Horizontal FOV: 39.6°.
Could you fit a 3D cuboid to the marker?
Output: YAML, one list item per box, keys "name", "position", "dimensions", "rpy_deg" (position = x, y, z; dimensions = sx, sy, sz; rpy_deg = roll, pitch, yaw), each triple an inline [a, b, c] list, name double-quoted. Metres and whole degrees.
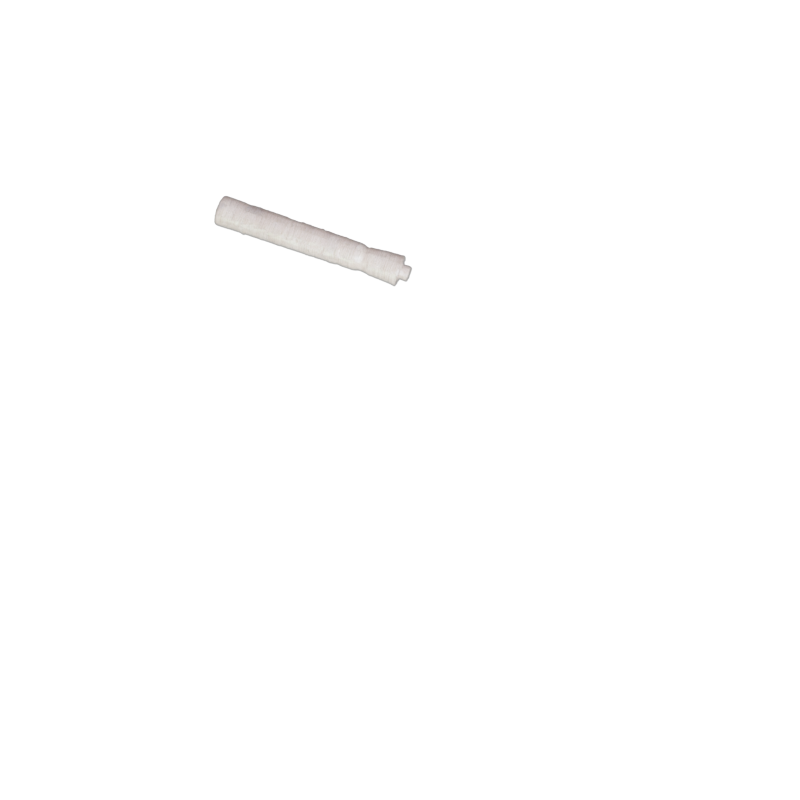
- name: "marker"
  position: [-0.052, -0.094, 0.660]
  dimensions: [0.123, 0.020, 0.020]
  rpy_deg: [20, 7, 9]
